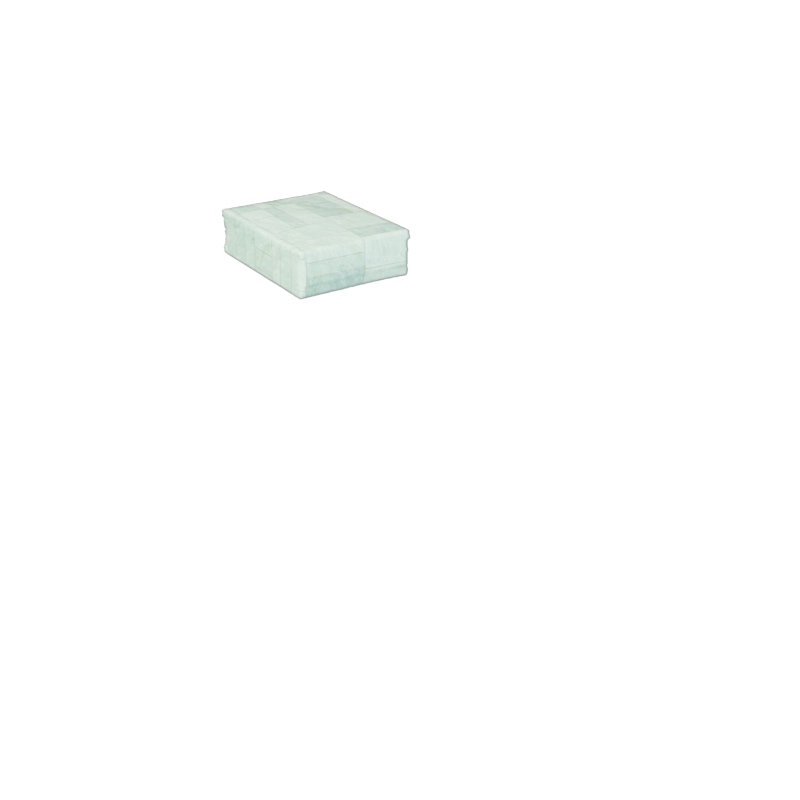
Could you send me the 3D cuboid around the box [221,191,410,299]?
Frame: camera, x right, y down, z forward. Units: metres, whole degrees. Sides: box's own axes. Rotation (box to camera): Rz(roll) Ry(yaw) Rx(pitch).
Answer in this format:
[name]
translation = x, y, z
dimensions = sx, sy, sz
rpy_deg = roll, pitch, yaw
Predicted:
[box]
translation = -0.061, -0.112, 0.785
dimensions = 0.088, 0.037, 0.121
rpy_deg = -15, 28, -31
